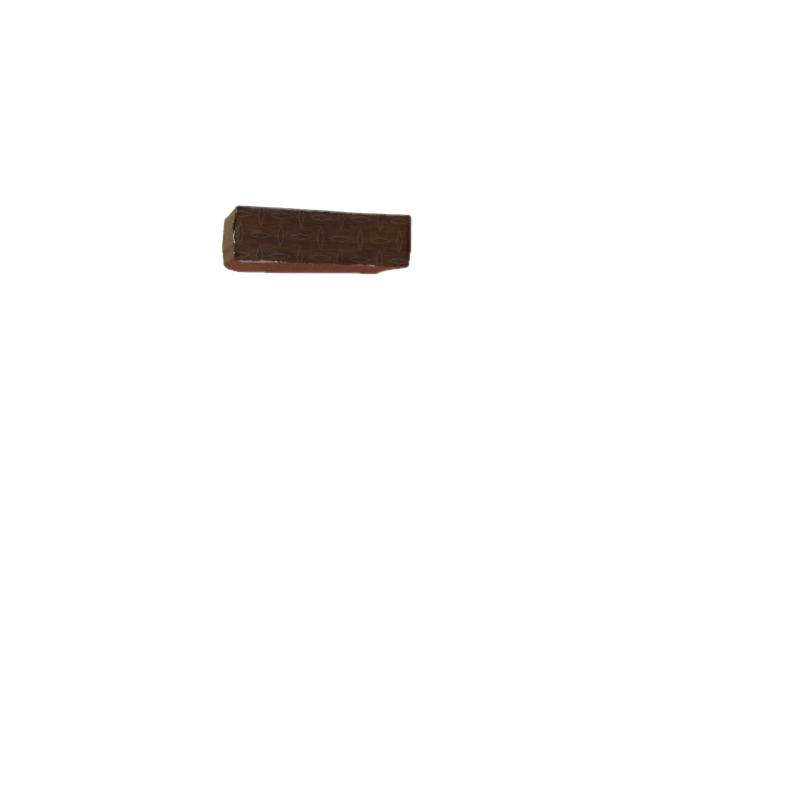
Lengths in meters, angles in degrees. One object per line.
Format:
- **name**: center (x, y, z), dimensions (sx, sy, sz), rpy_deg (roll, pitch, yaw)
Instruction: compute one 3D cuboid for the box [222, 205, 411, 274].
- **box**: center (-0.057, -0.103, 0.722), dimensions (0.112, 0.039, 0.091), rpy_deg (0, 2, -11)
